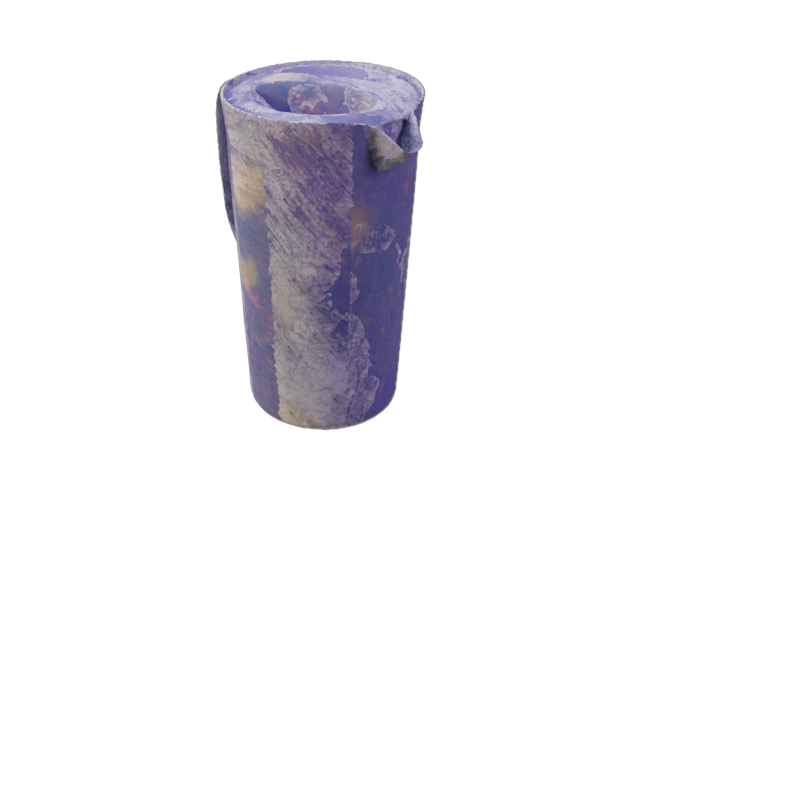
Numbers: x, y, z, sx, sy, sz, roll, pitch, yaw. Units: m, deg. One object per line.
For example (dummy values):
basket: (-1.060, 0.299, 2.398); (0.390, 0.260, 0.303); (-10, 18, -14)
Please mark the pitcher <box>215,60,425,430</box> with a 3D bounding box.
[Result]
pitcher: (-0.061, -0.111, 0.776); (0.145, 0.229, 0.158); (1, 29, -1)
